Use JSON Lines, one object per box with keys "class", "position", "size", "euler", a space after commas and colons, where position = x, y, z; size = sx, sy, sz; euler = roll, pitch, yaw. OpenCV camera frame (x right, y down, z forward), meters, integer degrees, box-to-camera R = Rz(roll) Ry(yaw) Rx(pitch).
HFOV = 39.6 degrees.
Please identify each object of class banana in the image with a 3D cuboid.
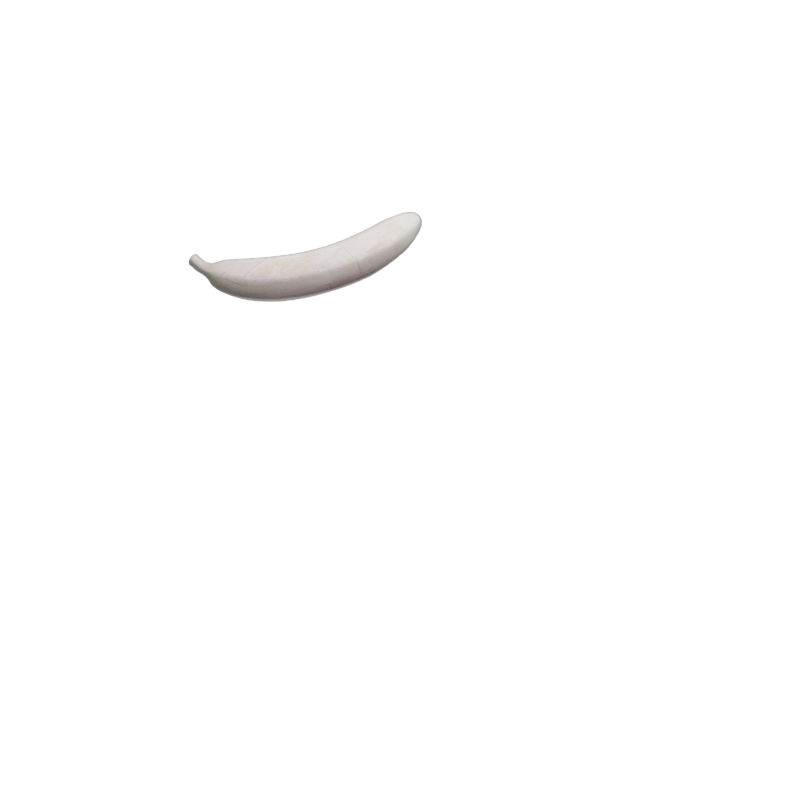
{"class": "banana", "position": [-0.070, -0.114, 0.900], "size": [0.196, 0.075, 0.034], "euler": [-11, -37, -9]}
